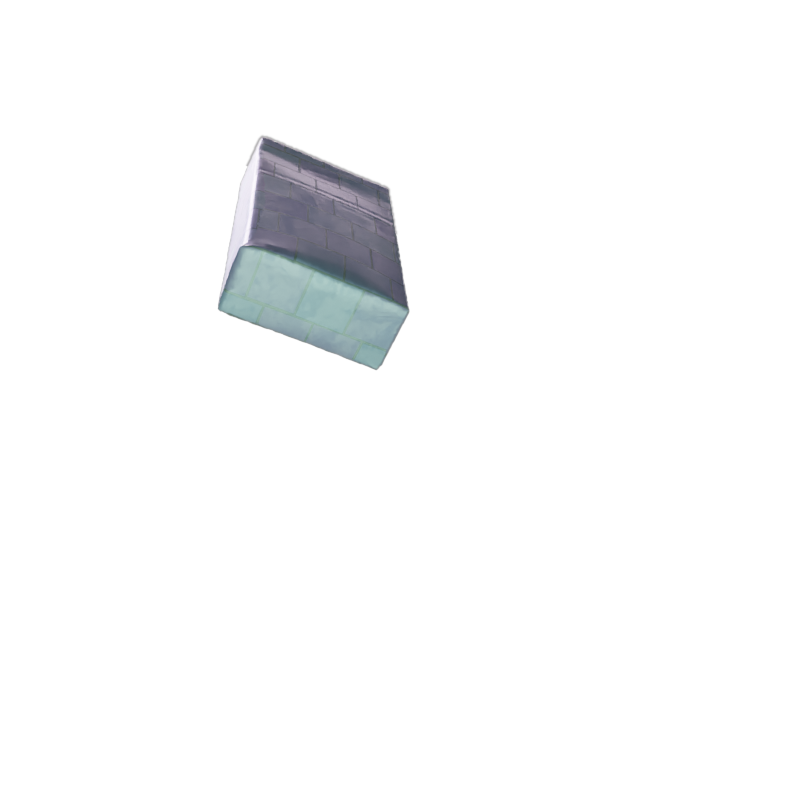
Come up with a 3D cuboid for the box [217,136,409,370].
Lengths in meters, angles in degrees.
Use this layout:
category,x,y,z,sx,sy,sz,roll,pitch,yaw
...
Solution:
category,x,y,z,sx,sy,sz,roll,pitch,yaw
box,-0.050,-0.091,0.638,0.091,0.046,0.186,20,24,-13
